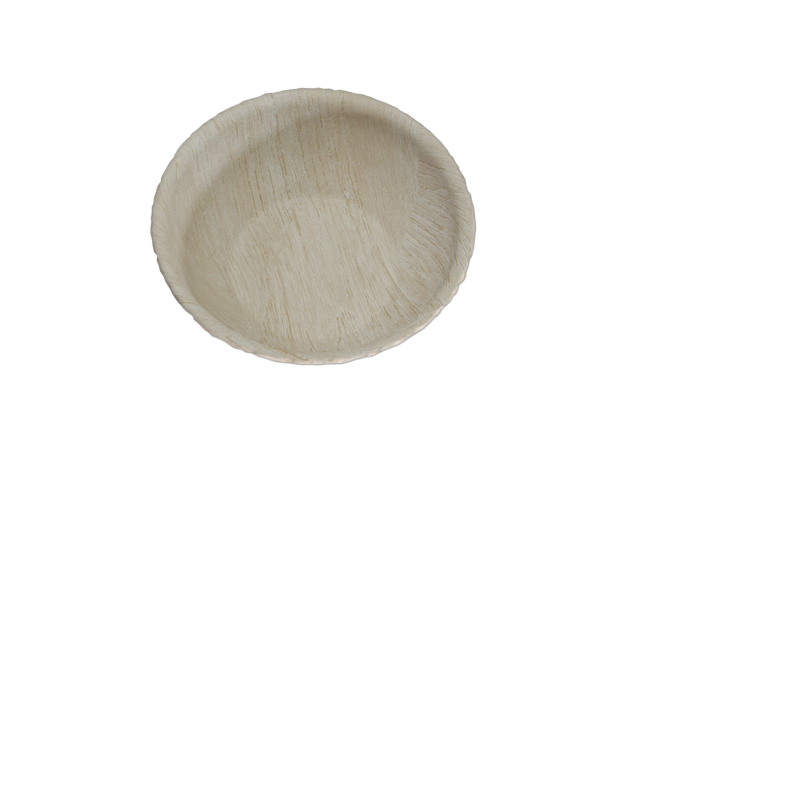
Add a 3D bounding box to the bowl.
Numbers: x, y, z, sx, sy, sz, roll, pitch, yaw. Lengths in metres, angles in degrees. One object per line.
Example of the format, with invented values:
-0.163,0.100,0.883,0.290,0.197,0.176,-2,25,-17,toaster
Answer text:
-0.045,-0.082,0.574,0.162,0.172,0.052,-1,-28,-1,bowl
